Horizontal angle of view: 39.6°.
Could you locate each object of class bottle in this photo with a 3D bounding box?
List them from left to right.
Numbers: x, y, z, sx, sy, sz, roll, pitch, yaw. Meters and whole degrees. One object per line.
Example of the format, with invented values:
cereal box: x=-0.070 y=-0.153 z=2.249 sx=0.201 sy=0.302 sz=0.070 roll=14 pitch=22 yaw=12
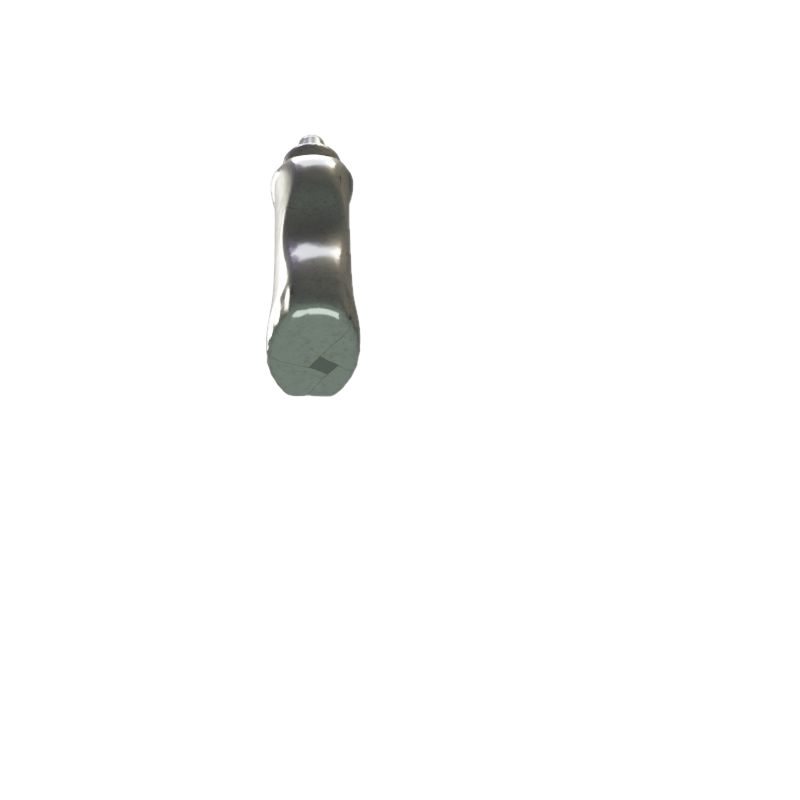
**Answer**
bottle: x=-0.058 y=-0.105 z=0.737 sx=0.058 sy=0.206 sz=0.090 roll=0 pitch=-38 yaw=-4
